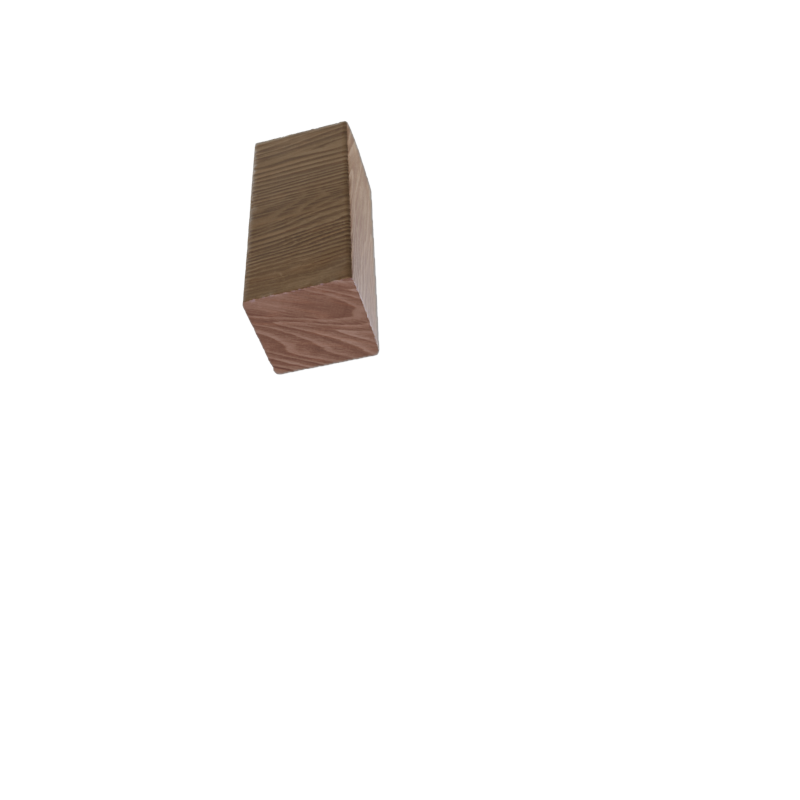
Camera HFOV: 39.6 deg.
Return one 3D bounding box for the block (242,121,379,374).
[{"bbox_3d":[-0.073,-0.134,0.943,0.091,0.221,0.083,-12,-45,9],"label":"block"}]
